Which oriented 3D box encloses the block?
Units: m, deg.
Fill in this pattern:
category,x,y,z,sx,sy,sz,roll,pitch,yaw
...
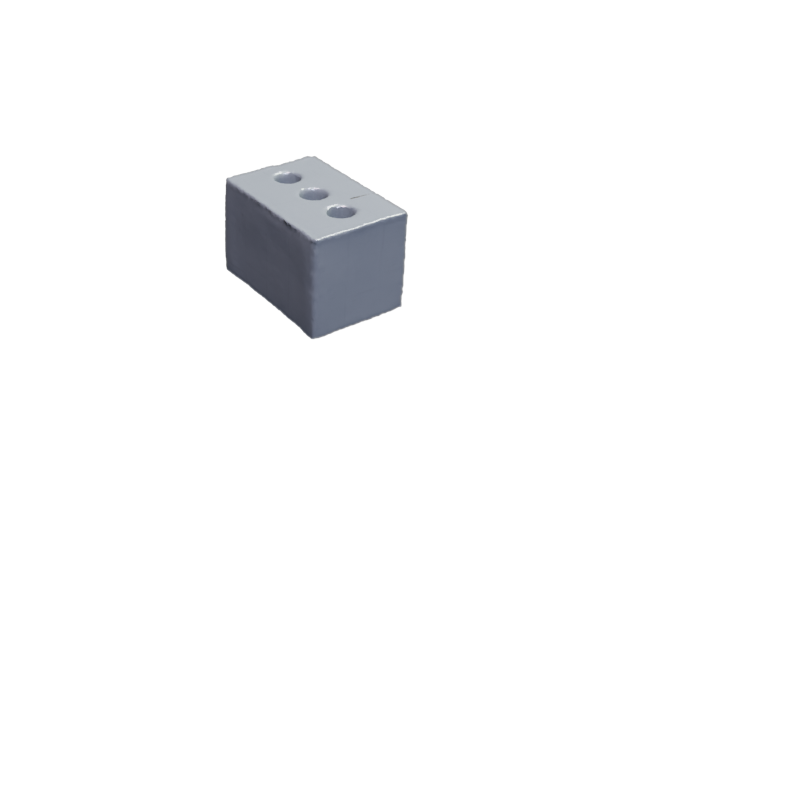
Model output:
category,x,y,z,sx,sy,sz,roll,pitch,yaw
block,-0.040,-0.074,0.517,0.052,0.048,0.084,-20,39,-30
